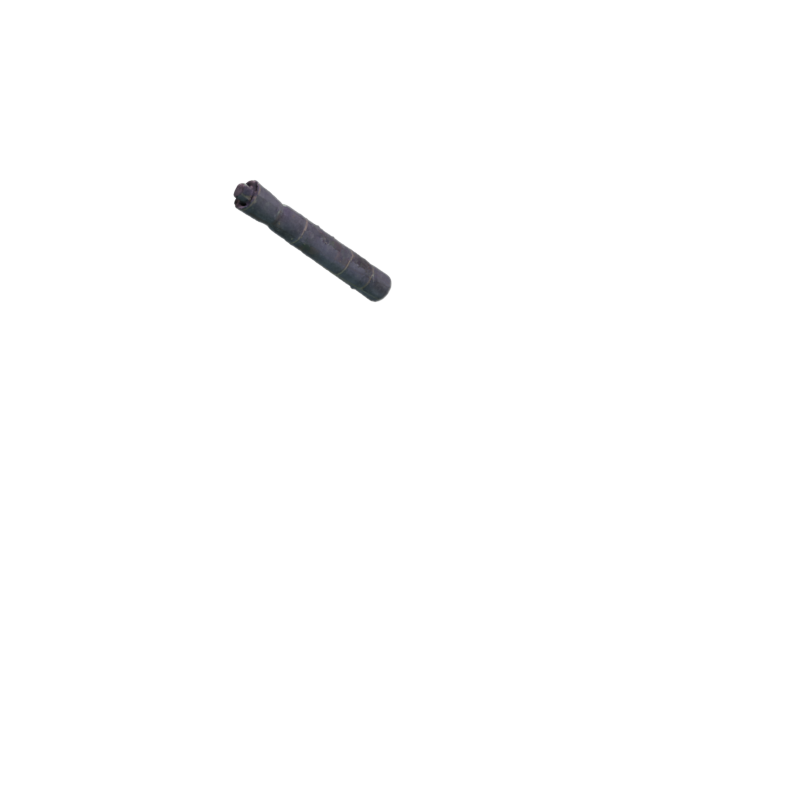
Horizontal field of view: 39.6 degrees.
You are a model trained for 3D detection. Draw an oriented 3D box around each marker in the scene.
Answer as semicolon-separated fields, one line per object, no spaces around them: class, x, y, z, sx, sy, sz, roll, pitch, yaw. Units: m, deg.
marker;-0.050;-0.091;0.637;0.113;0.020;0.021;32;-18;-38
